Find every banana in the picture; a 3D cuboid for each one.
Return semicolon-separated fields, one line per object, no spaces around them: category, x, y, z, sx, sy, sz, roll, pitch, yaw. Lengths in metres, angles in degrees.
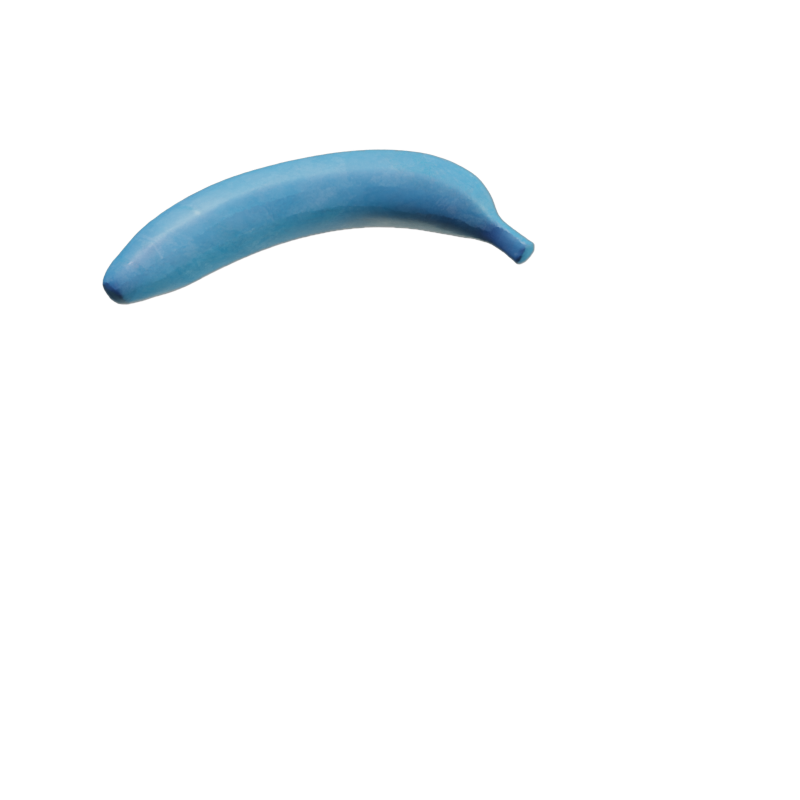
banana;-0.040;-0.085;0.516;0.196;0.034;0.075;-8;44;-9
